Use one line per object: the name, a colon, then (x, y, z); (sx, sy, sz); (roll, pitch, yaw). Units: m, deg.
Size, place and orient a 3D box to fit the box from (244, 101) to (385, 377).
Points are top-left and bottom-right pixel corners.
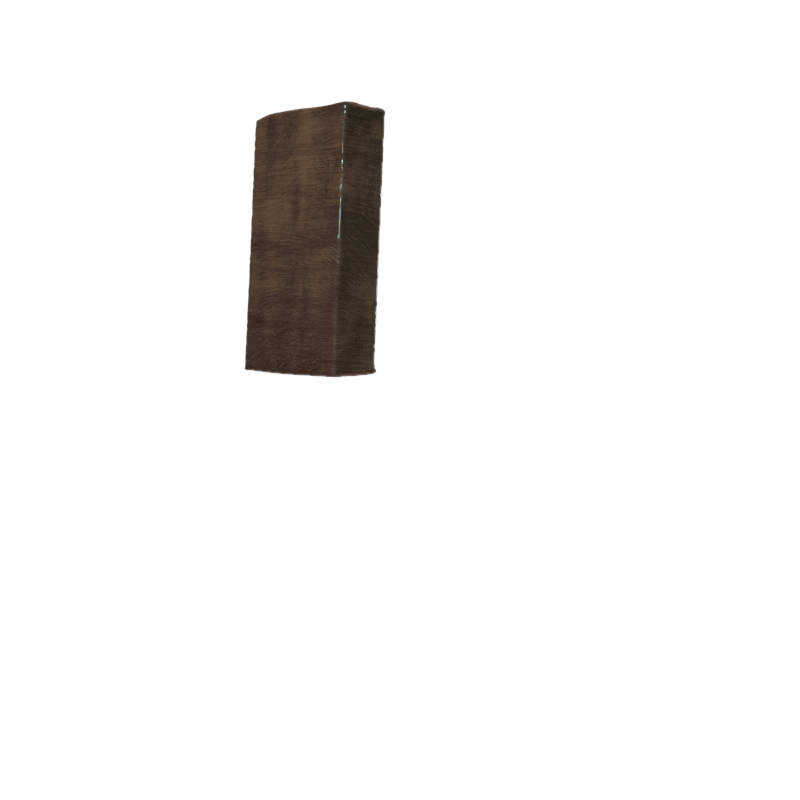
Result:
box: (-0.058, -0.106, 0.741); (0.046, 0.177, 0.097); (3, -3, -45)
